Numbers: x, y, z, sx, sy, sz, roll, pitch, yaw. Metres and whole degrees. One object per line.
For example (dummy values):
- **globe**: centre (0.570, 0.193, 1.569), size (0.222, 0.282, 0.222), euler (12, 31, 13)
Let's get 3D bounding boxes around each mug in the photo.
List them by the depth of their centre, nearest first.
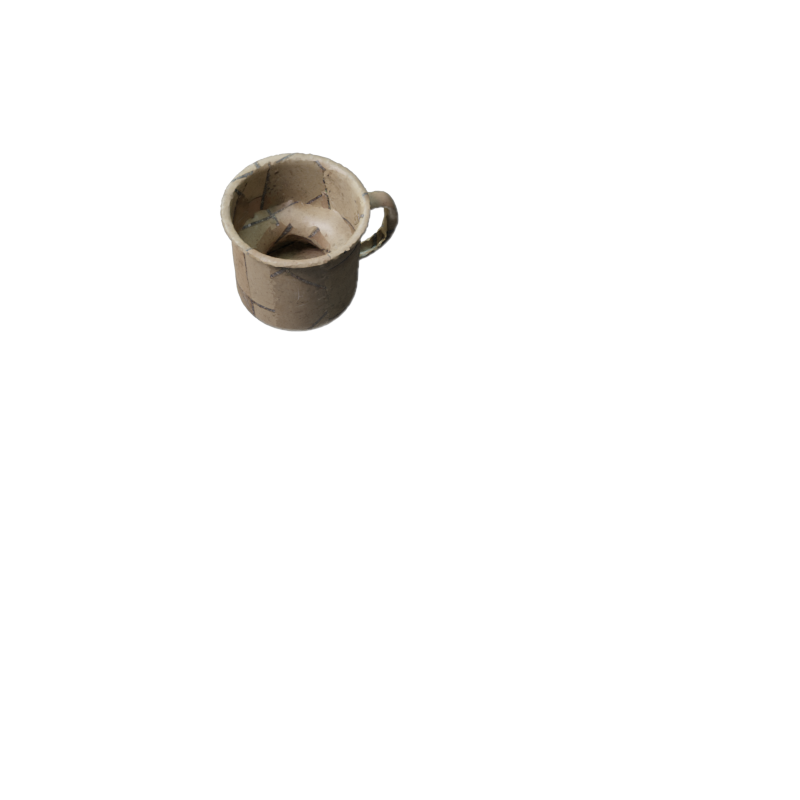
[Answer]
- **mug**: centre (-0.056, -0.102, 0.716), size (0.116, 0.100, 0.076), euler (-21, -32, -16)
